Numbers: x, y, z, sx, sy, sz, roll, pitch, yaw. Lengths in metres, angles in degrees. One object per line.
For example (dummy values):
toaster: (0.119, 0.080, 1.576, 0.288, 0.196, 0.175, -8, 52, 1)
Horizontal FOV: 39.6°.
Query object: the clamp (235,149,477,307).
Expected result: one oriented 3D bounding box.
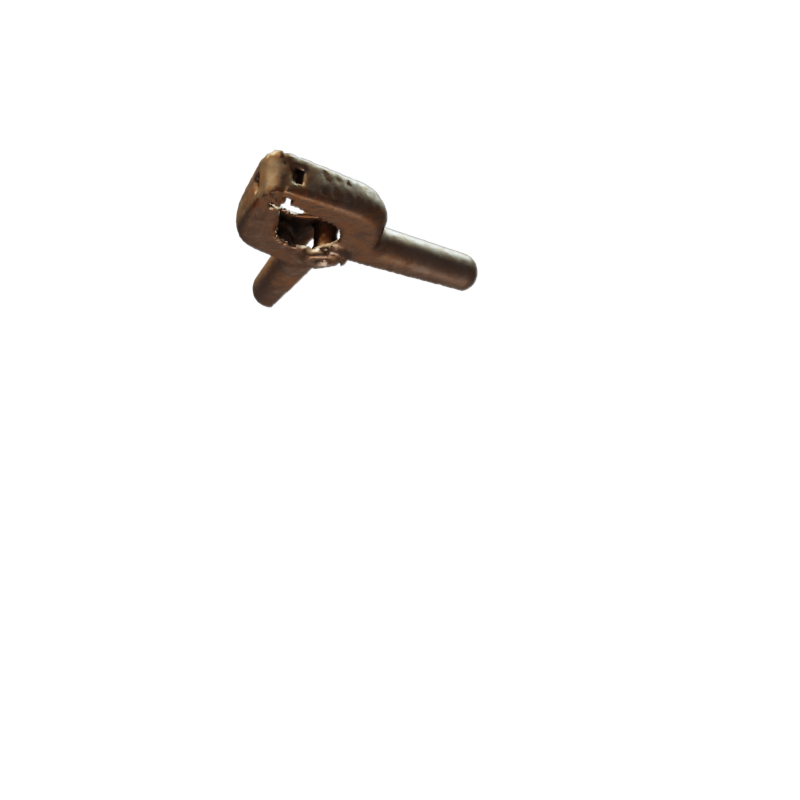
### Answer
clamp: (-0.057, -0.103, 0.724, 0.168, 0.038, 0.197, -6, -16, 22)
